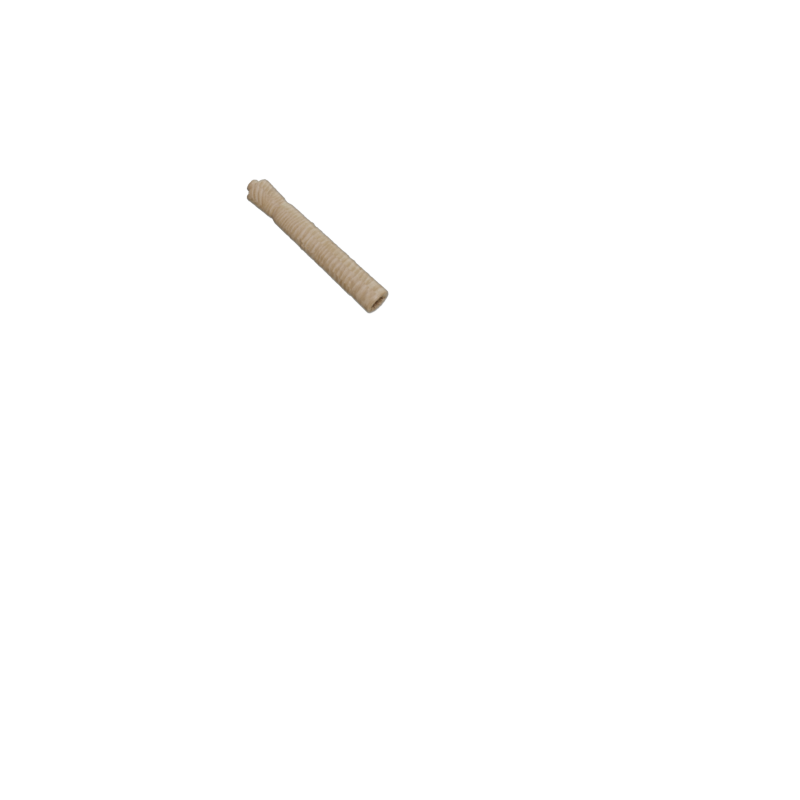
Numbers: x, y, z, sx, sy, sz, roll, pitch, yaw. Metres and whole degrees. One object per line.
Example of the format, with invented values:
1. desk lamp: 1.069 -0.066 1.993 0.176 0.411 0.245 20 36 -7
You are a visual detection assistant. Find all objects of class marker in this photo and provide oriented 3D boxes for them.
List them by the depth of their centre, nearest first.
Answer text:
1. marker: -0.056 -0.103 0.721 0.127 0.019 0.019 44 20 19
